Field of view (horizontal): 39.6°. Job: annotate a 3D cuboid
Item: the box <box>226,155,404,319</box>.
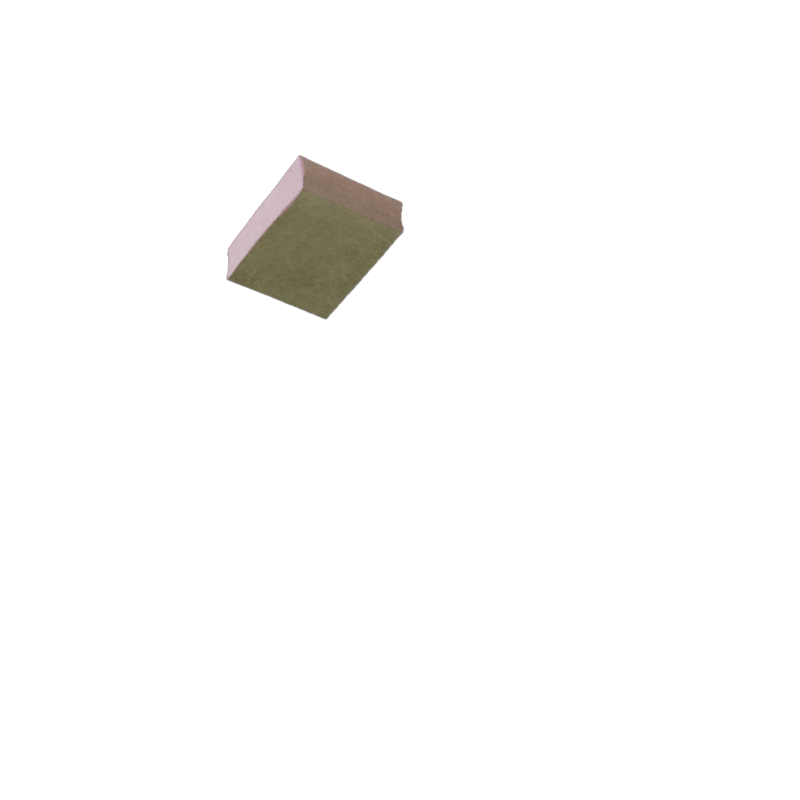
[{"bbox_3d":[-0.064,-0.117,0.821,0.086,0.042,0.111,23,-45,-25],"label":"box"}]
